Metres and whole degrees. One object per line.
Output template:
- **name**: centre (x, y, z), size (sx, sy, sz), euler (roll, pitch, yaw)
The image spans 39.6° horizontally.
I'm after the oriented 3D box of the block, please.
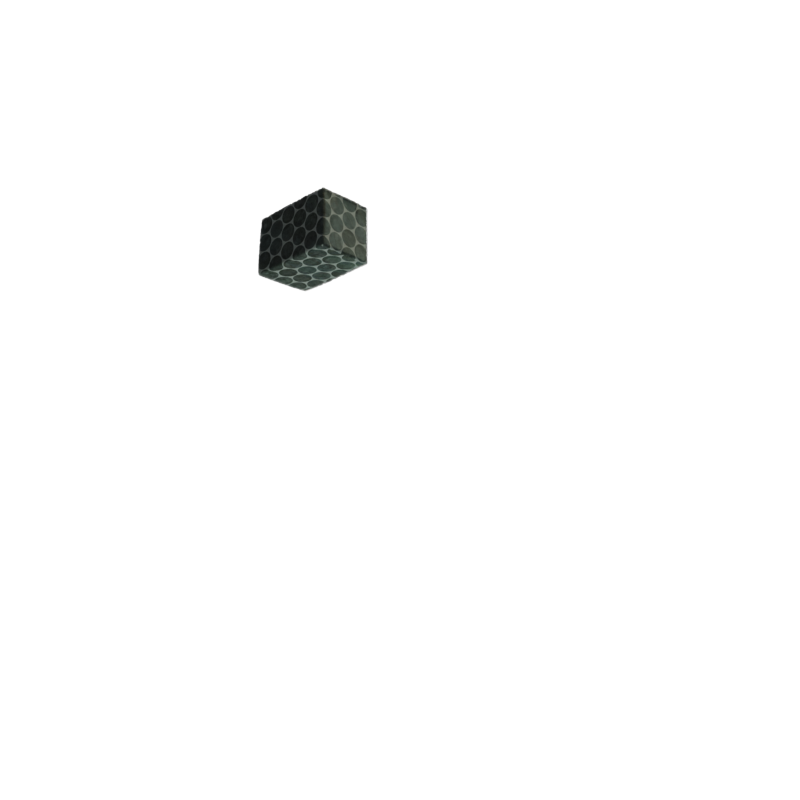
- **block**: centre (-0.071, -0.129, 0.902), size (0.079, 0.054, 0.049), euler (-20, -29, 40)
